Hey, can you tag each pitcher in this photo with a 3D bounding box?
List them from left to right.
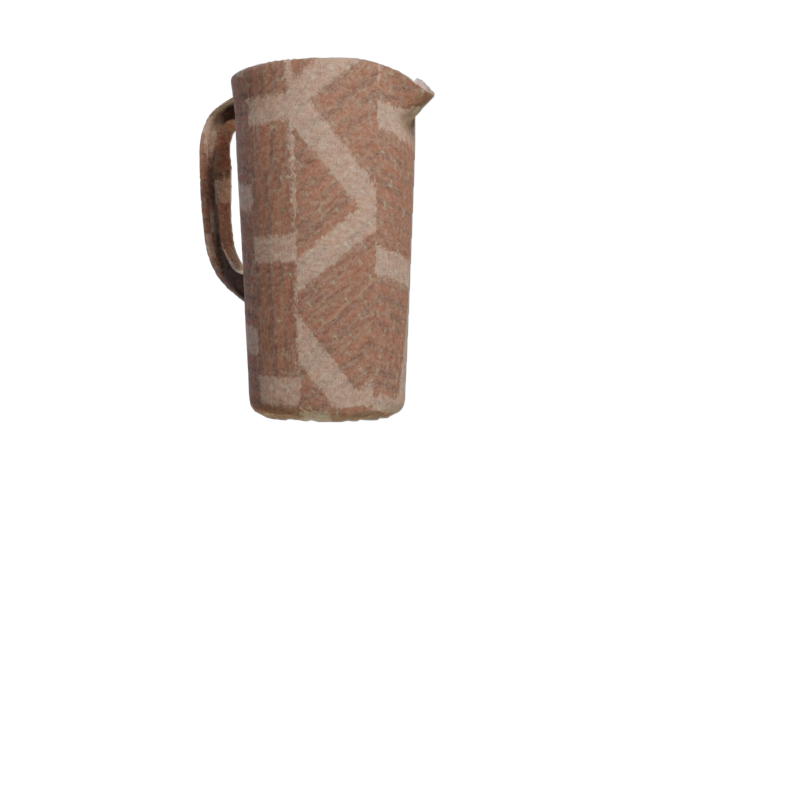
[{"bbox_3d":[-0.061,-0.111,0.780,0.142,0.245,0.151,0,-2,-16],"label":"pitcher"}]
